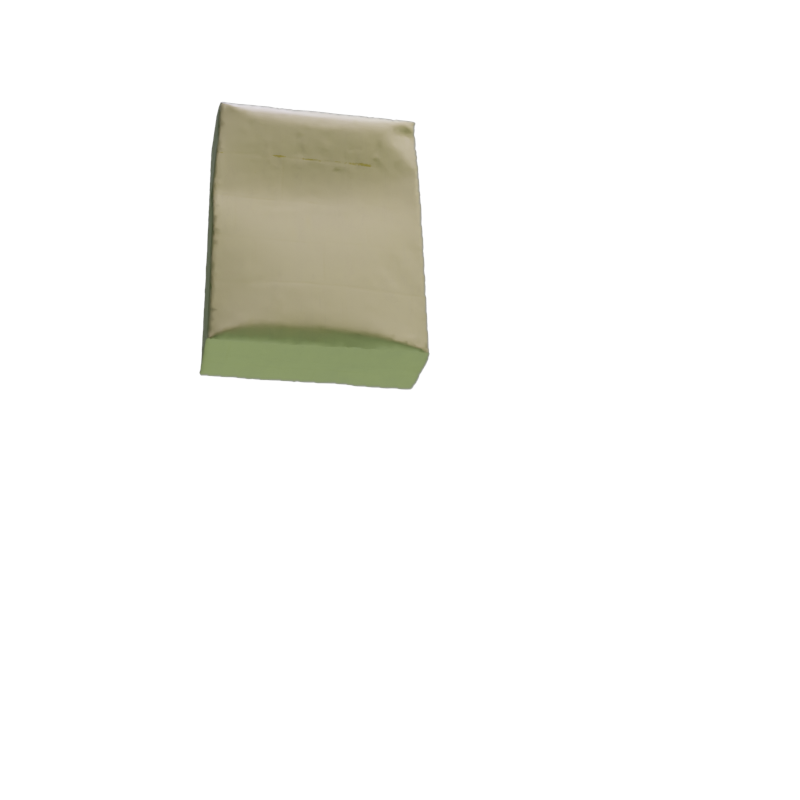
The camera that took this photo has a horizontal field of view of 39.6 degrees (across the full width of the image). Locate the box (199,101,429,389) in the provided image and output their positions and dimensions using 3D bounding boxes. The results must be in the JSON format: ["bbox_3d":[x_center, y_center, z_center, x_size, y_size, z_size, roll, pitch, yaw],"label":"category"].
[{"bbox_3d":[-0.067,-0.122,0.855,0.162,0.227,0.068,3,-29,-10],"label":"box"}]
